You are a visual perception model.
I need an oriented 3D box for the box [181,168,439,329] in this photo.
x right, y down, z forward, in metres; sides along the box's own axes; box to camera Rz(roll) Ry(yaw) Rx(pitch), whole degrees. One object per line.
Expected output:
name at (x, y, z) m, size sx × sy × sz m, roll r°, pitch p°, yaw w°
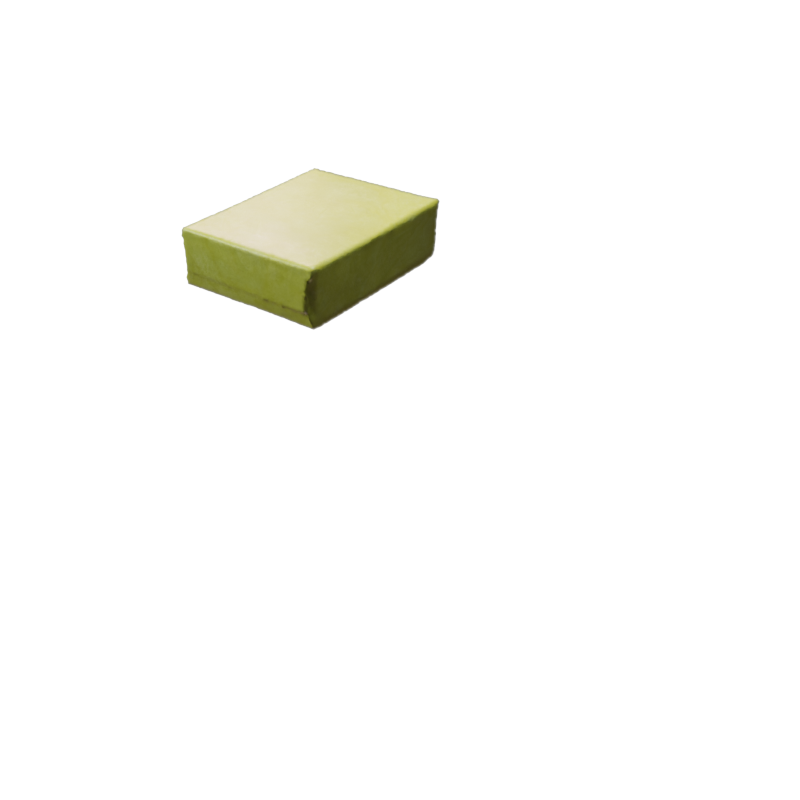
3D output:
box at (-0.047, -0.085, 0.596) m, size 0.095 × 0.037 × 0.114 m, roll 20°, pitch 35°, yaw 32°
